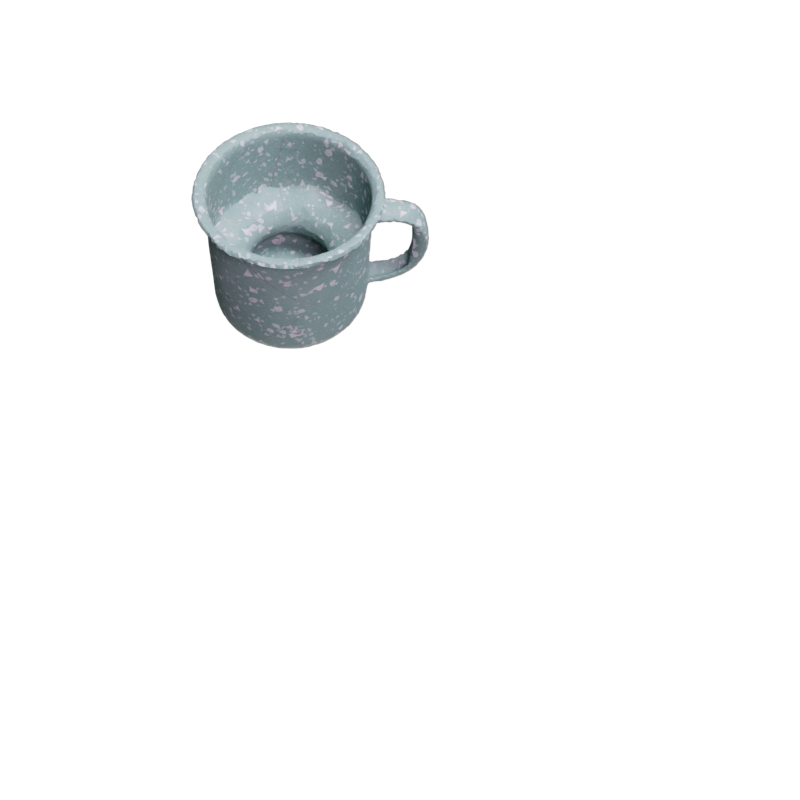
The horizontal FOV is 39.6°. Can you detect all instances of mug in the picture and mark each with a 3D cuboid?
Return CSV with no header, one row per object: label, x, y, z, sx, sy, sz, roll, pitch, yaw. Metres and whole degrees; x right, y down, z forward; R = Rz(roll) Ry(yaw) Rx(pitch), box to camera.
mug,-0.044,-0.081,0.565,0.117,0.100,0.076,-3,-35,-4
